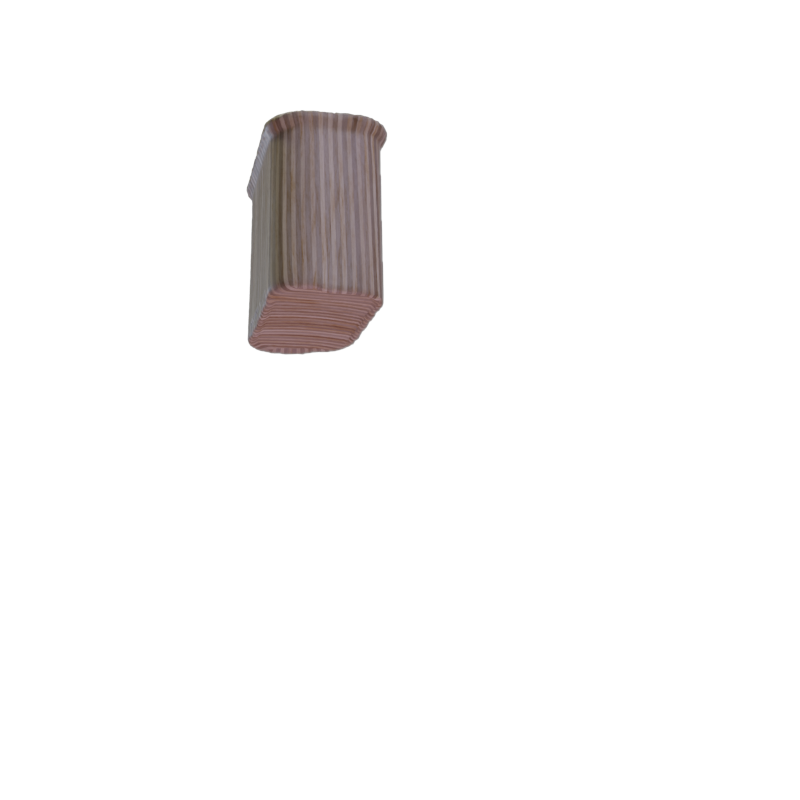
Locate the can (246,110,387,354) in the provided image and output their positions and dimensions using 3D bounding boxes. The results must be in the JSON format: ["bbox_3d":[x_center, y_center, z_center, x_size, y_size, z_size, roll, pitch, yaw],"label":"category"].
[{"bbox_3d":[-0.041,-0.074,0.522,0.056,0.088,0.099,3,-18,-13],"label":"can"}]
